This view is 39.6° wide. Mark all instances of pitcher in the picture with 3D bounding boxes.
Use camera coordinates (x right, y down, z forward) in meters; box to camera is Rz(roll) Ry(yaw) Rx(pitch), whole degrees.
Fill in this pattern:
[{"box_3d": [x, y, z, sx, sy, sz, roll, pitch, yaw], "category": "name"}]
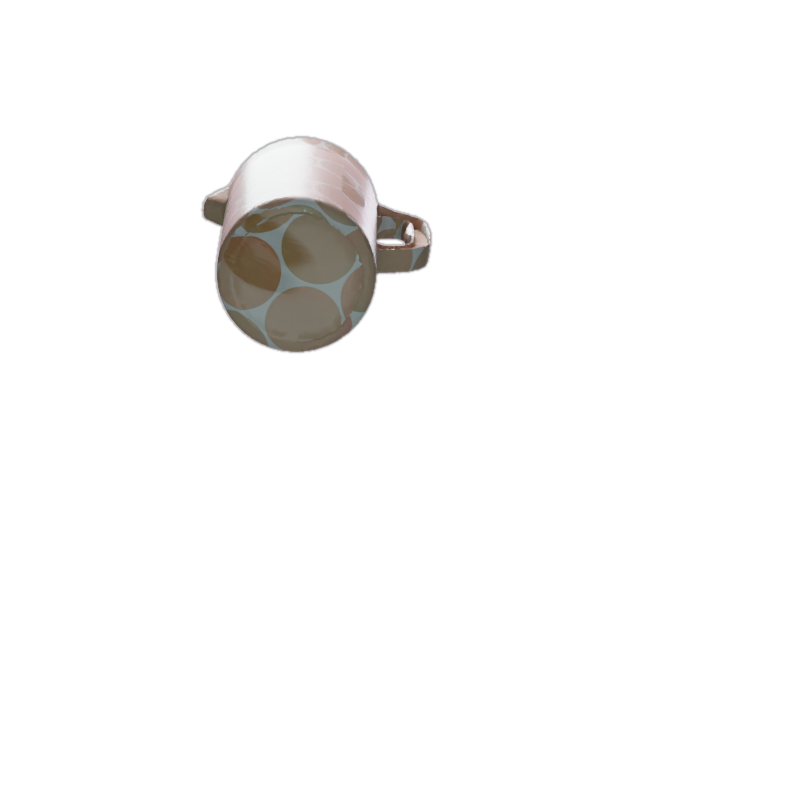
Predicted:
[{"box_3d": [-0.066, -0.121, 0.849, 0.149, 0.140, 0.253, -36, 16, 8], "category": "pitcher"}]
